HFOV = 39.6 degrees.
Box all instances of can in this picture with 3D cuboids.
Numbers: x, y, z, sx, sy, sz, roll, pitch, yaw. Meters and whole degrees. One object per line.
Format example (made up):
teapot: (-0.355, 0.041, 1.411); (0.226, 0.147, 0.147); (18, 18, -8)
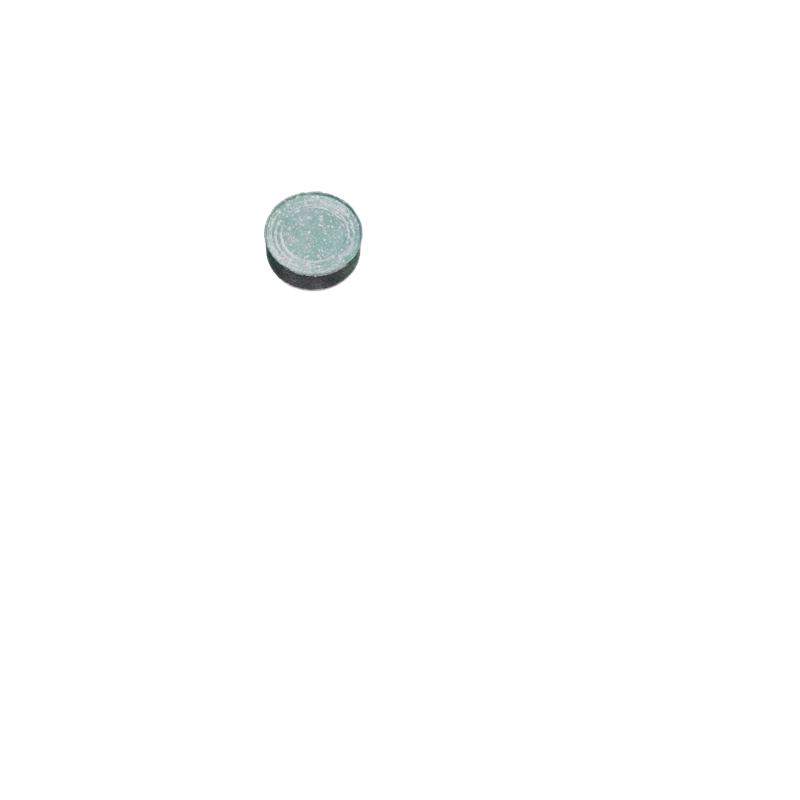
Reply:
can: (-0.077, -0.140, 0.978); (0.086, 0.091, 0.032); (-1, -29, -1)
